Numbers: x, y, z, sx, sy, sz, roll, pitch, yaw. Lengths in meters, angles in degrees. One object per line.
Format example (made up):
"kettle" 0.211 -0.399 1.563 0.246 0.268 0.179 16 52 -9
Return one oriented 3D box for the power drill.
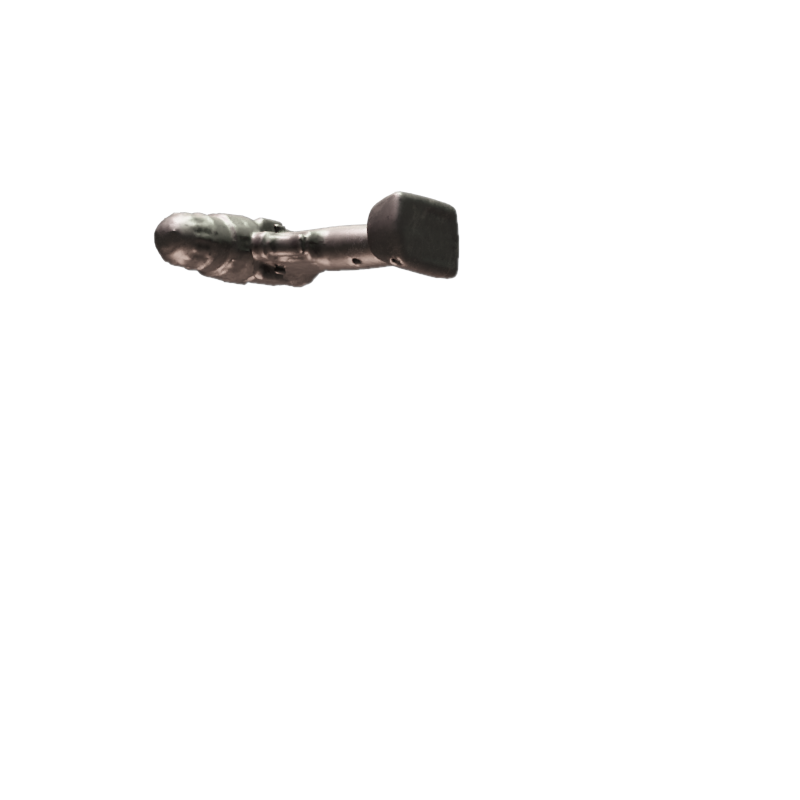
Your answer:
"power drill" -0.065 -0.118 0.828 0.194 0.058 0.177 1 2 31
